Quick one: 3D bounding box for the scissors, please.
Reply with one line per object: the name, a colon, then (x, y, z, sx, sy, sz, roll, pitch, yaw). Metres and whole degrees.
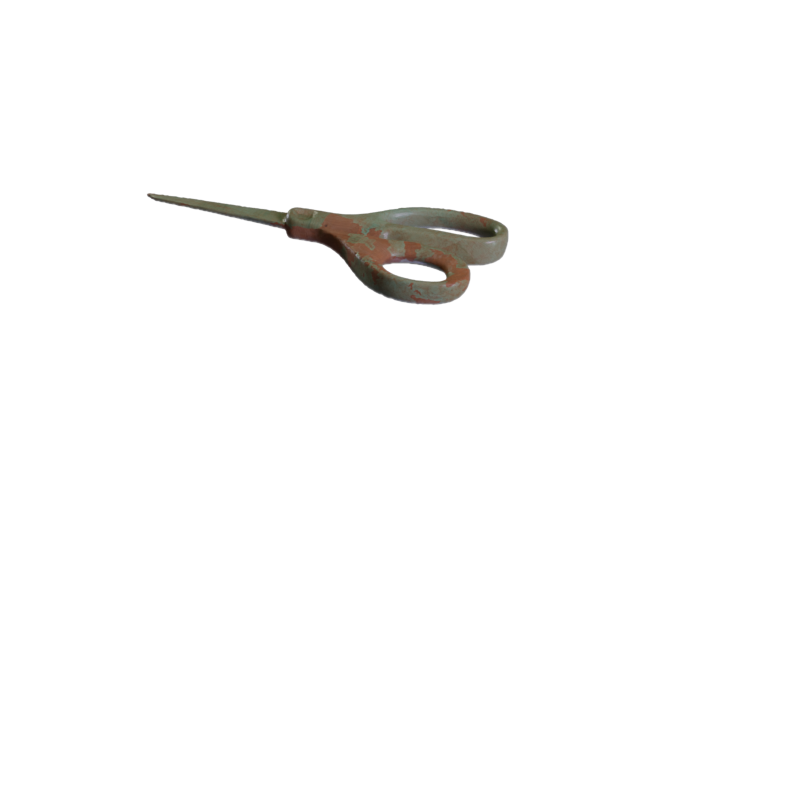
scissors: (-0.045, -0.083, 0.579, 0.203, 0.015, 0.101, 4, 33, 6)
